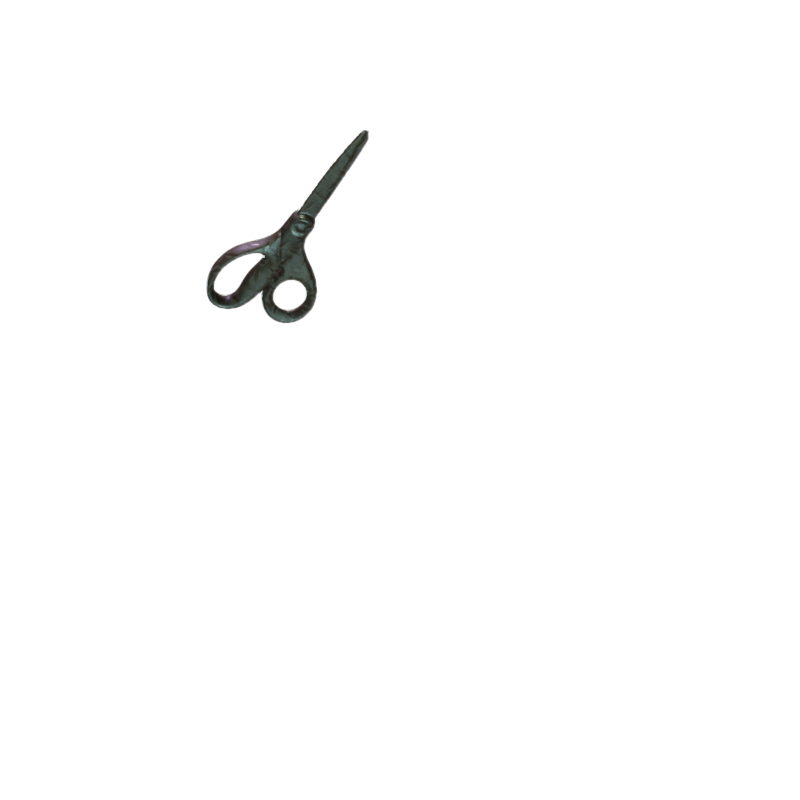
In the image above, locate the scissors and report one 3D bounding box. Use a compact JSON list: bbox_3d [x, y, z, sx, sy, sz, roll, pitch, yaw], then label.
[{"bbox_3d":[-0.067,-0.122,0.854,0.200,0.017,0.090,-33,-54,28],"label":"scissors"}]
